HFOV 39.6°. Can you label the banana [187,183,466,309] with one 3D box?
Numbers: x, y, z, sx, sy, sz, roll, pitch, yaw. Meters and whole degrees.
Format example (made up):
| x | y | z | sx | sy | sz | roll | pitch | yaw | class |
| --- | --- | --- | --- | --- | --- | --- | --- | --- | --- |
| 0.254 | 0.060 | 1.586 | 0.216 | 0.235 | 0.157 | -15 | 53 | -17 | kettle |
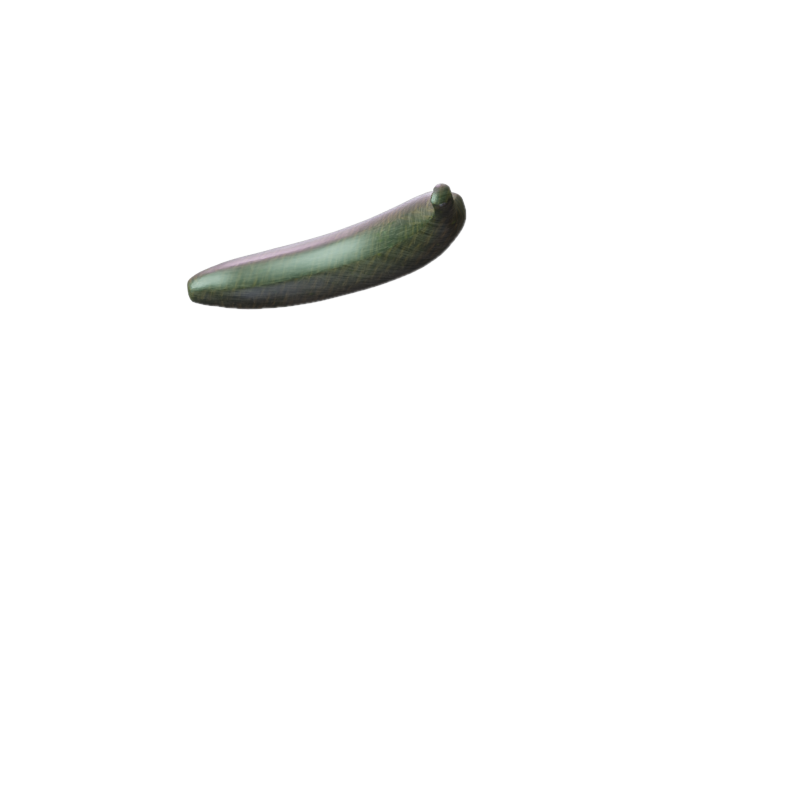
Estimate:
| x | y | z | sx | sy | sz | roll | pitch | yaw | class |
| --- | --- | --- | --- | --- | --- | --- | --- | --- | --- |
| -0.034 | -0.086 | 0.634 | 0.200 | 0.039 | 0.065 | -16 | -26 | 37 | banana |
